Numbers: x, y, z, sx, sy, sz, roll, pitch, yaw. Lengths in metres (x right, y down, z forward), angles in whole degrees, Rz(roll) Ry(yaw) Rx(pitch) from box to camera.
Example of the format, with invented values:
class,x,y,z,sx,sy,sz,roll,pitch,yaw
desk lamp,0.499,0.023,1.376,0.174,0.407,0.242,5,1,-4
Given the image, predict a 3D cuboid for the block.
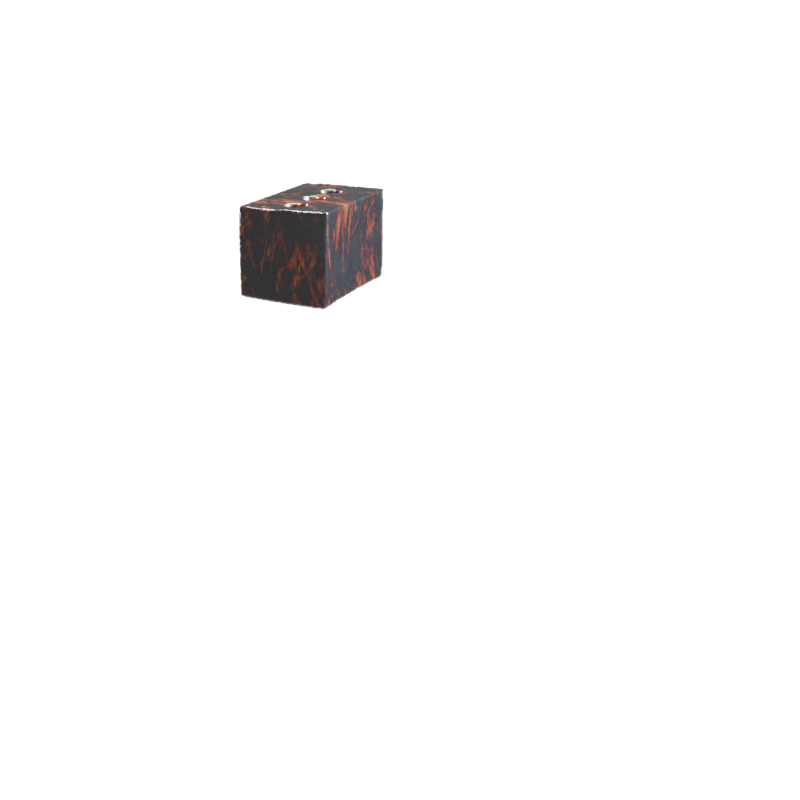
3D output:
class,x,y,z,sx,sy,sz,roll,pitch,yaw
block,-0.048,-0.087,0.610,0.054,0.049,0.078,8,20,21
